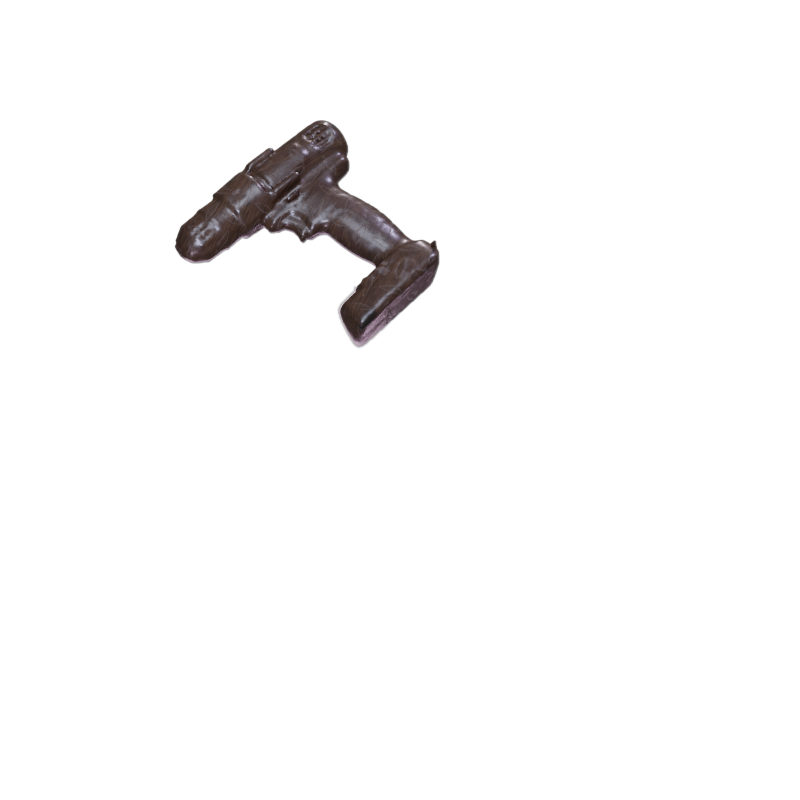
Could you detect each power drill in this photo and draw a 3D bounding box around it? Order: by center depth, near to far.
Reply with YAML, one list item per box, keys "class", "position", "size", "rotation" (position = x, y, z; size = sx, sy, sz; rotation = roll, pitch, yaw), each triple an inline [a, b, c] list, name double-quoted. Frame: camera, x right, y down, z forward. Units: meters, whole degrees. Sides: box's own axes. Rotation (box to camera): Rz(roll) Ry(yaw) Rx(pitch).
- class: "power drill"
  position: [-0.075, -0.136, 0.955]
  size: [0.186, 0.196, 0.054]
  rotation: [-41, -18, -17]
